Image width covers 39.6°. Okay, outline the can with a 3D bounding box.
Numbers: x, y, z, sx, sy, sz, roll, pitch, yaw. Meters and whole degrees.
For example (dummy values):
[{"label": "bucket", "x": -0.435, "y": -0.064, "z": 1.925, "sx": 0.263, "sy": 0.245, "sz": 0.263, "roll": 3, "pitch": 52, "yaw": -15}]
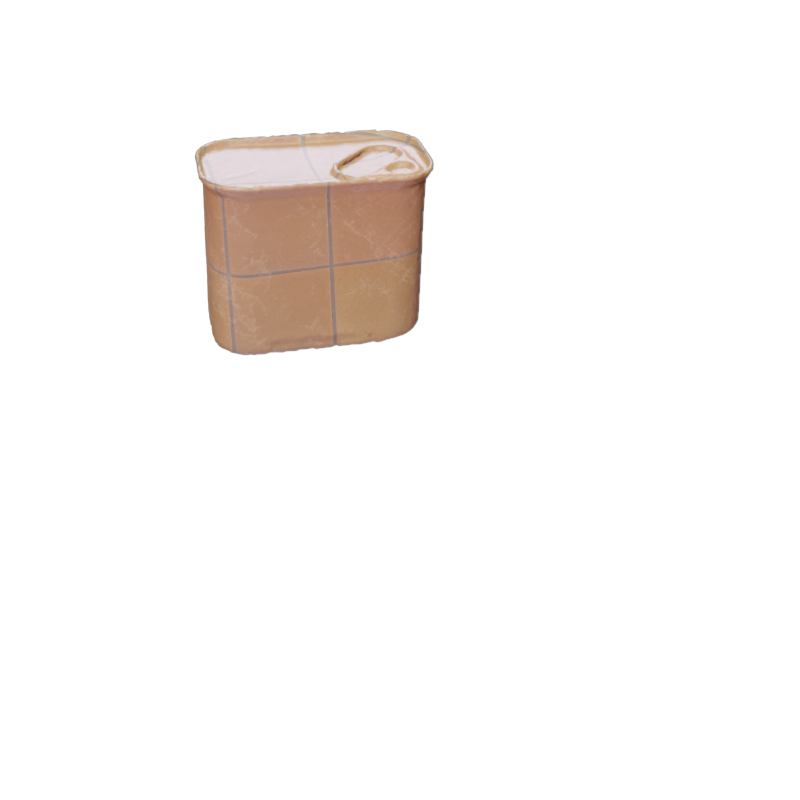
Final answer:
[{"label": "can", "x": -0.039, "y": -0.072, "z": 0.501, "sx": 0.101, "sy": 0.079, "sz": 0.062, "roll": -5, "pitch": 30, "yaw": -10}]
